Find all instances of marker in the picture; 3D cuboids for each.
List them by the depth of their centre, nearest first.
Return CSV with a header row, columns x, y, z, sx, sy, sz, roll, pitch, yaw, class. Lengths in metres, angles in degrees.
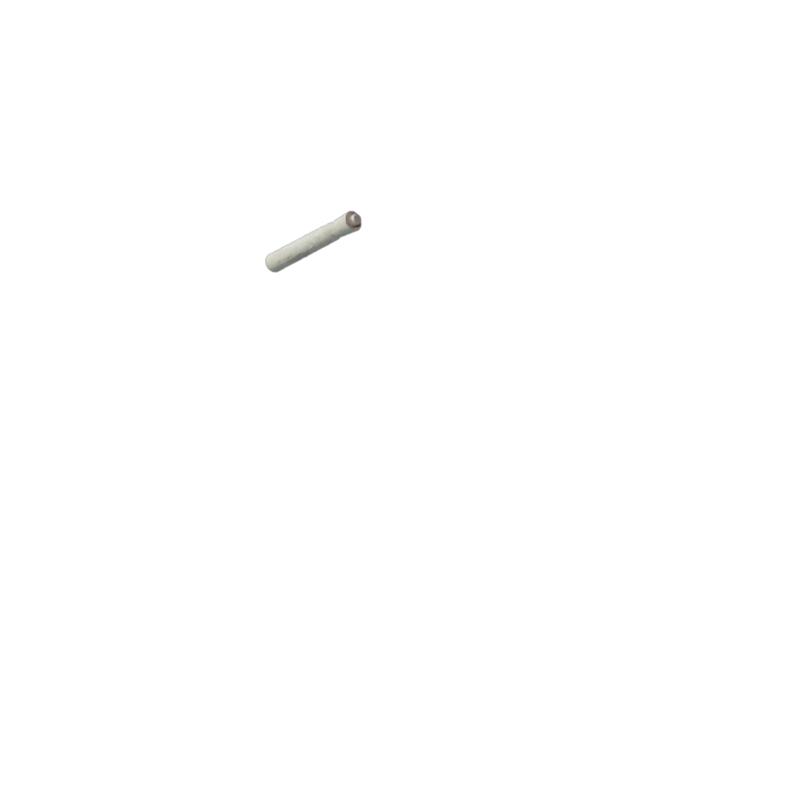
x,y,z,sx,sy,sz,roll,pitch,yaw,class
-0.077,-0.140,0.983,0.019,0.020,0.122,-3,-11,-44,marker
